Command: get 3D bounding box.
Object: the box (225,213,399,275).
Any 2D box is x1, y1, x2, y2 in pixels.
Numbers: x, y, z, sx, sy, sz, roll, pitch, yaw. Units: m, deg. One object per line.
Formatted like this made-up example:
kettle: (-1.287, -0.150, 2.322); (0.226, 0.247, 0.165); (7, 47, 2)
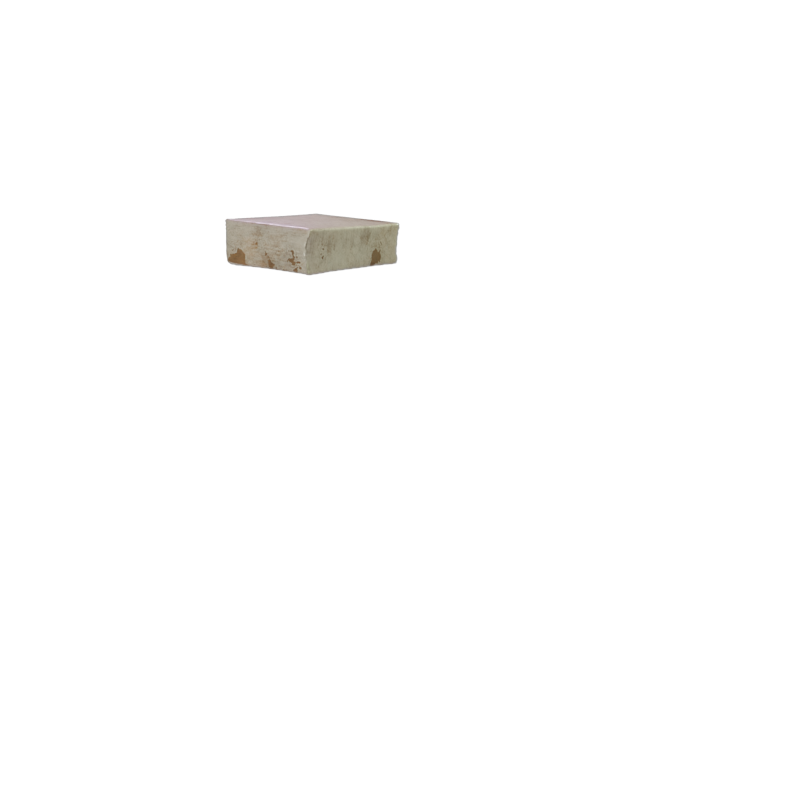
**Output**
box: (-0.069, -0.126, 0.880); (0.094, 0.038, 0.111); (11, 18, 37)
